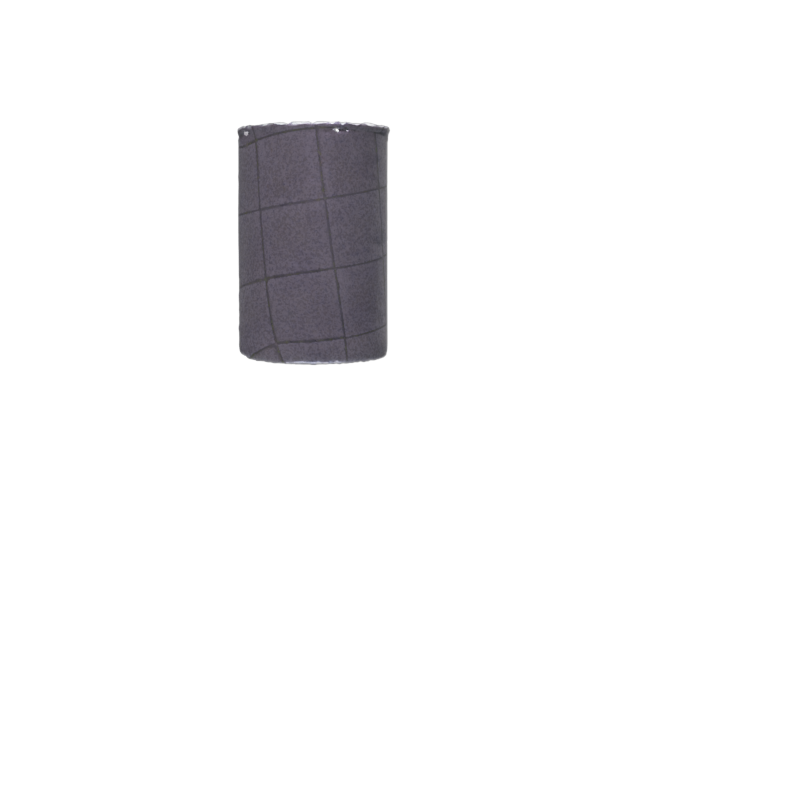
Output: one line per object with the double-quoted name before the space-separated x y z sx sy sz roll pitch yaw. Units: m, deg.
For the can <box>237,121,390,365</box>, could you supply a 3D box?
"can" -0.039 -0.071 0.495 0.068 0.102 0.069 0 4 -2
